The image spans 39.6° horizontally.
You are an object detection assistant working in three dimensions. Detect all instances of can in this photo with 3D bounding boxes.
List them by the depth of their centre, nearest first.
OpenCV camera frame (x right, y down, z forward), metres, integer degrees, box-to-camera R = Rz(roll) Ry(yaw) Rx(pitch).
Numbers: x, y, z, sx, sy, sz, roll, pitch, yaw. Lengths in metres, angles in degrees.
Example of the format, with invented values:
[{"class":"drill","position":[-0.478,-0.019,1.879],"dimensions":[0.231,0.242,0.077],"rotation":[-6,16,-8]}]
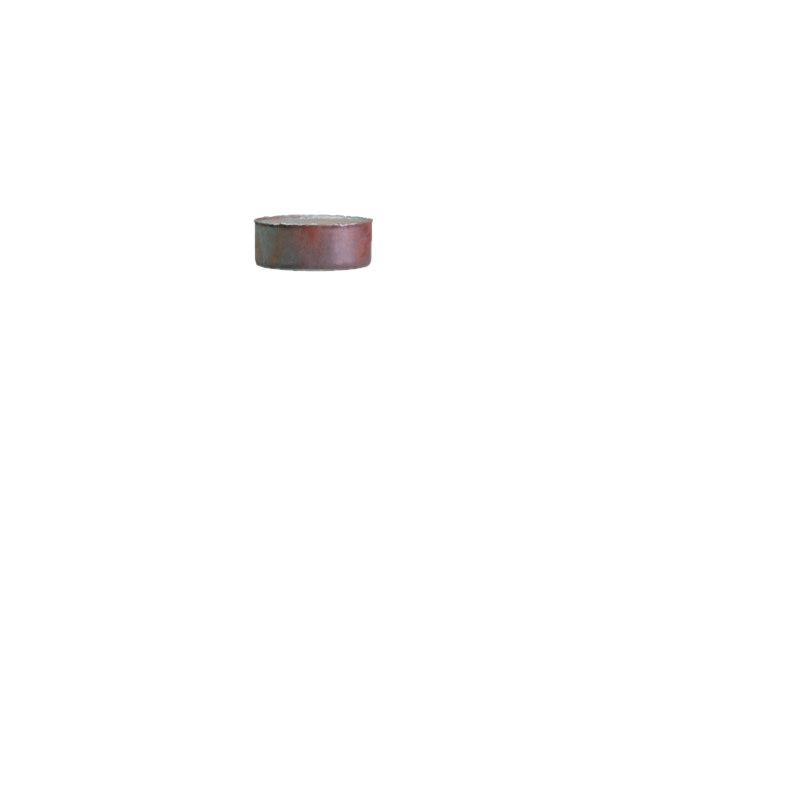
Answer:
[{"class":"can","position":[-0.062,-0.114,0.798],"dimensions":[0.086,0.033,0.088],"rotation":[0,13,-2]}]
